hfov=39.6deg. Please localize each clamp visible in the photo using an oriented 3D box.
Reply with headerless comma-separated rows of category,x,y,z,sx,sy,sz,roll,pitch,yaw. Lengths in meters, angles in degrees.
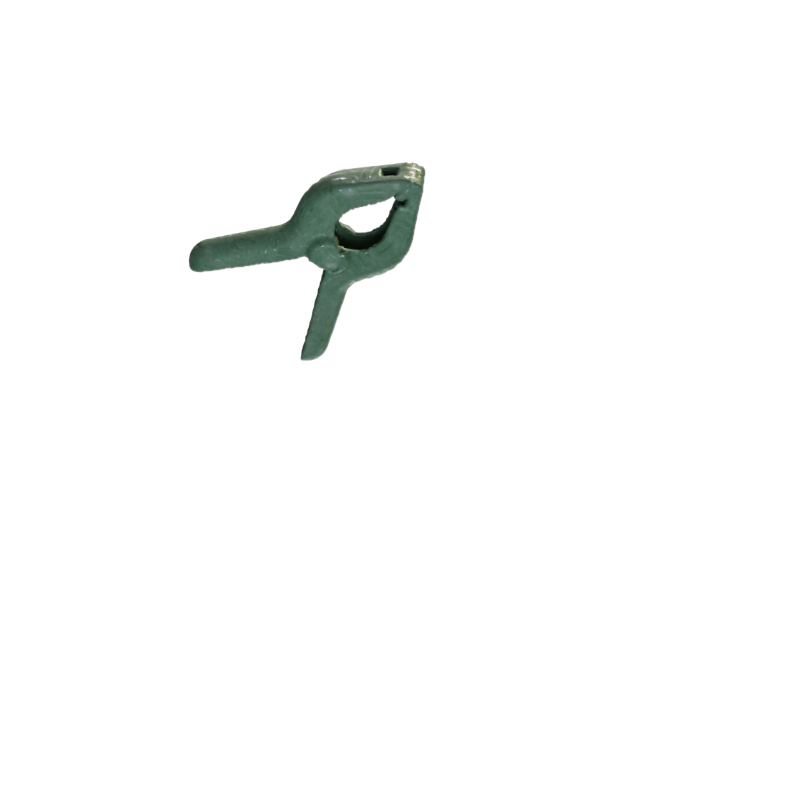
clamp,-0.058,-0.106,0.741,0.115,0.168,0.042,31,32,-23
